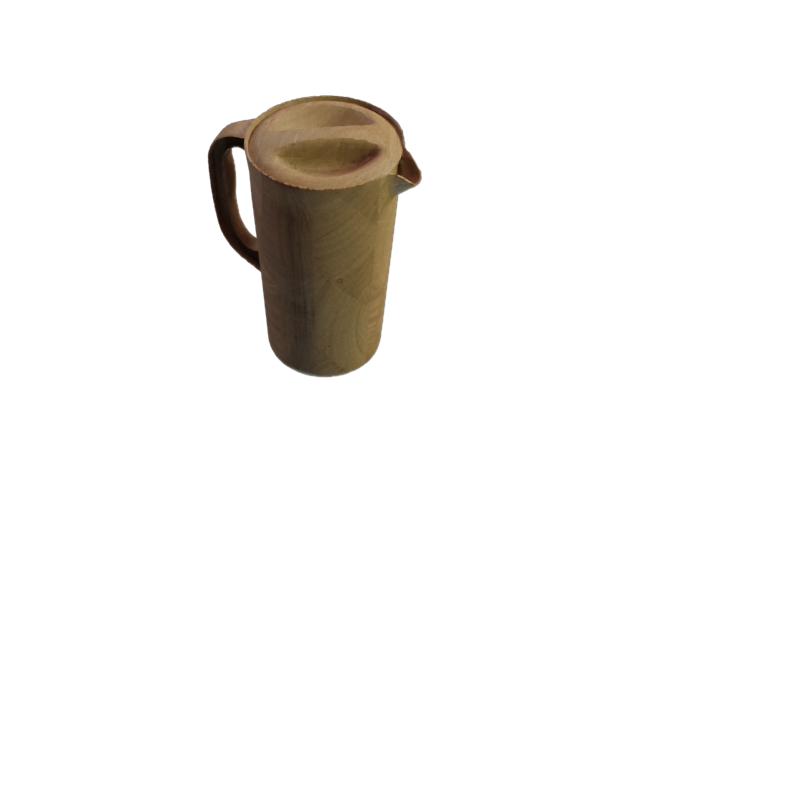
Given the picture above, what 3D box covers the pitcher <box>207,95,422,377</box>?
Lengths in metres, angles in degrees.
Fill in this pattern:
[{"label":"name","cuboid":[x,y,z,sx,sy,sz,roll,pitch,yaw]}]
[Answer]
[{"label":"pitcher","cuboid":[-0.077,-0.141,0.985,0.143,0.226,0.161,-18,48,-20]}]
